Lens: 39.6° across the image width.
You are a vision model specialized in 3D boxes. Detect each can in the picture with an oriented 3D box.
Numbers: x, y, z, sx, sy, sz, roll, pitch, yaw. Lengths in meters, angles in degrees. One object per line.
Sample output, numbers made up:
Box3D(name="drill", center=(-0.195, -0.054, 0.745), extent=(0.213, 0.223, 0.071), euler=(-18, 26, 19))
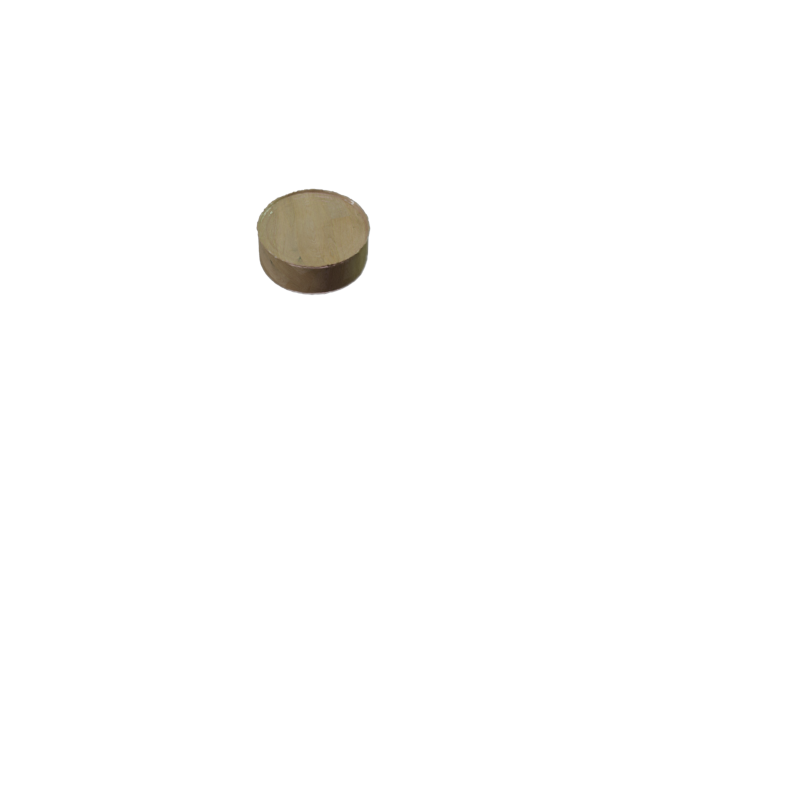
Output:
Box3D(name="can", center=(-0.066, -0.121, 0.848), extent=(0.086, 0.092, 0.031), euler=(-1, -42, -1))
